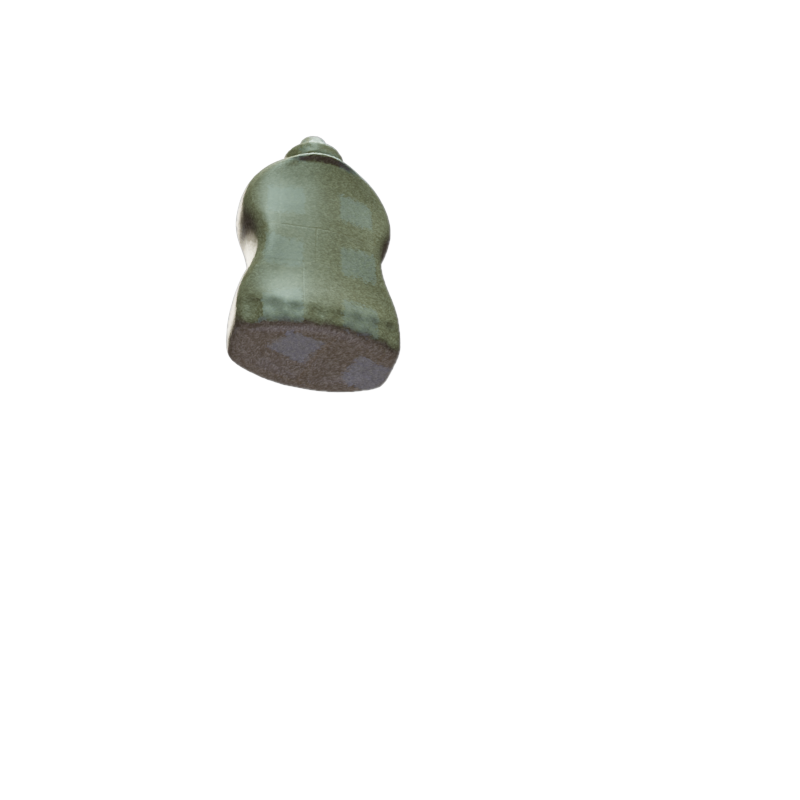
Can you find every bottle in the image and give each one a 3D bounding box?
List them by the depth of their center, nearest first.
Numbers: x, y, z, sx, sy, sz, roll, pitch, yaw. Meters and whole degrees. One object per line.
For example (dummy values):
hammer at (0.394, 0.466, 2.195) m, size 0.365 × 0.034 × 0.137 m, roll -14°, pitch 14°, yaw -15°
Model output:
bottle at (-0.053, -0.097, 0.679) m, size 0.094 × 0.206 × 0.055 m, roll 8°, pitch -44°, yaw -12°
